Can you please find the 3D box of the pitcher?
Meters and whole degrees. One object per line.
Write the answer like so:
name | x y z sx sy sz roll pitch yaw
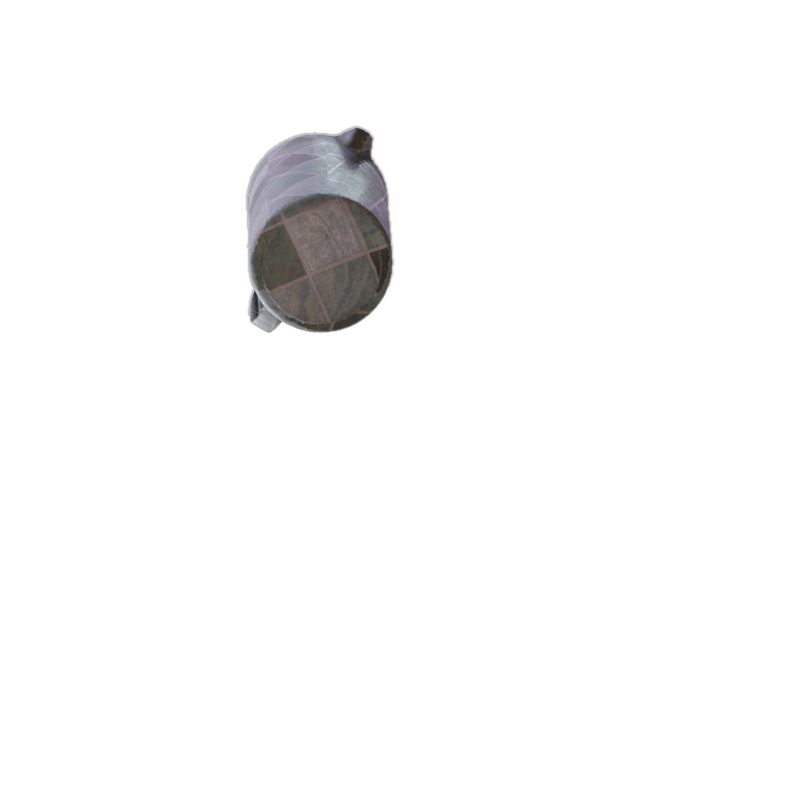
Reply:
pitcher | -0.073 -0.134 0.936 0.145 0.143 0.253 -12 20 1
